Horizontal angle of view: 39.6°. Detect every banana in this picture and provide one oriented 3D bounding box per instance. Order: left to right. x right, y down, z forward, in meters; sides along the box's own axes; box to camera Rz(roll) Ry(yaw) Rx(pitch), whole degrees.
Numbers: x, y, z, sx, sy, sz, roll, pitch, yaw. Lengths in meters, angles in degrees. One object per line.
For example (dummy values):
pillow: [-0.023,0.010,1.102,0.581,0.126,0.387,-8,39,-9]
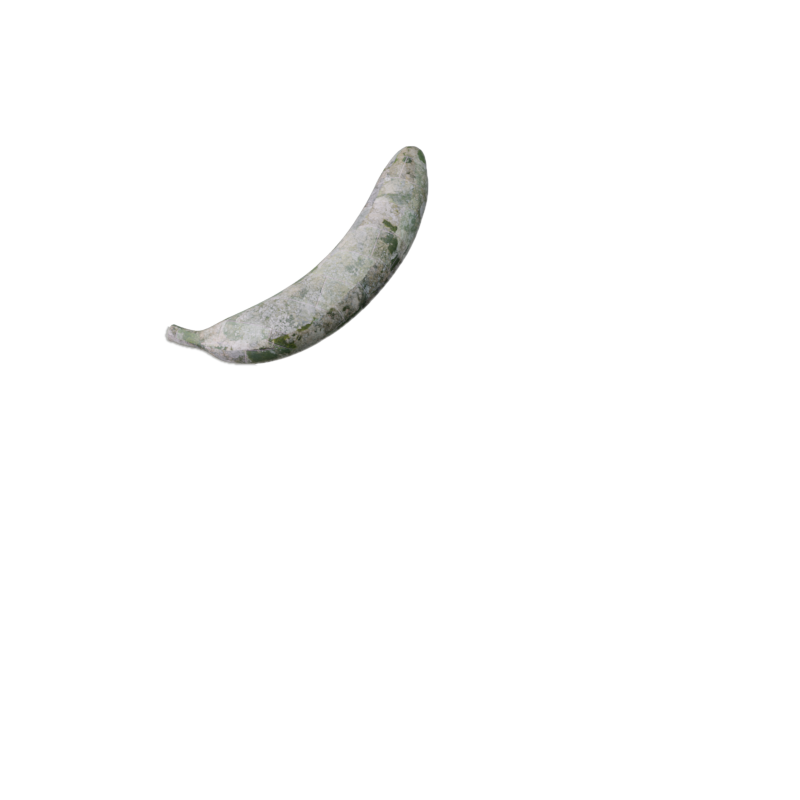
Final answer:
banana: [-0.042,-0.079,0.657,0.199,0.073,0.035,-39,-19,-18]
